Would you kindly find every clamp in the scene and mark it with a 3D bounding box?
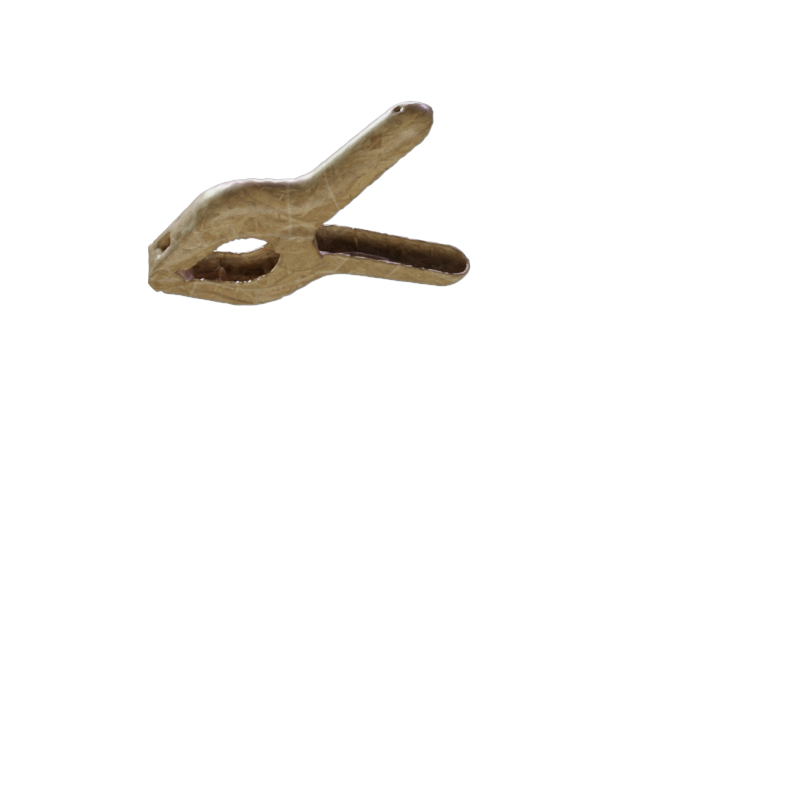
[{"bbox_3d":[-0.046,-0.084,0.586,0.173,0.111,0.042,-17,40,14],"label":"clamp"}]
